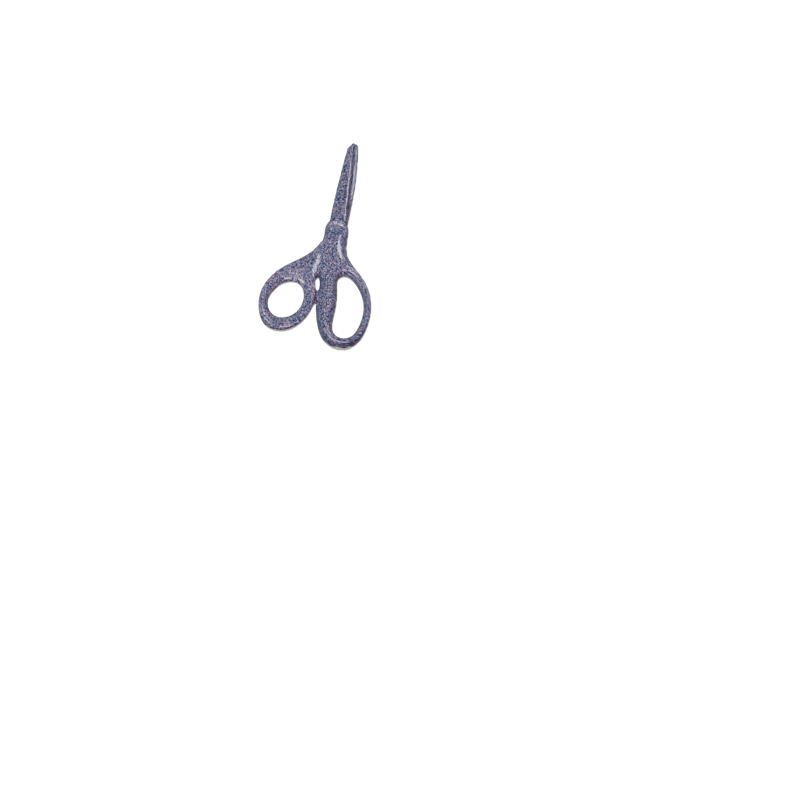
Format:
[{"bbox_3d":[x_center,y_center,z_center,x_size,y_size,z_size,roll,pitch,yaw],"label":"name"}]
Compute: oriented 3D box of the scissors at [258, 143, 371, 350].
[{"bbox_3d":[-0.070,-0.128,0.895,0.096,0.217,0.015,-6,-34,-4],"label":"scissors"}]
